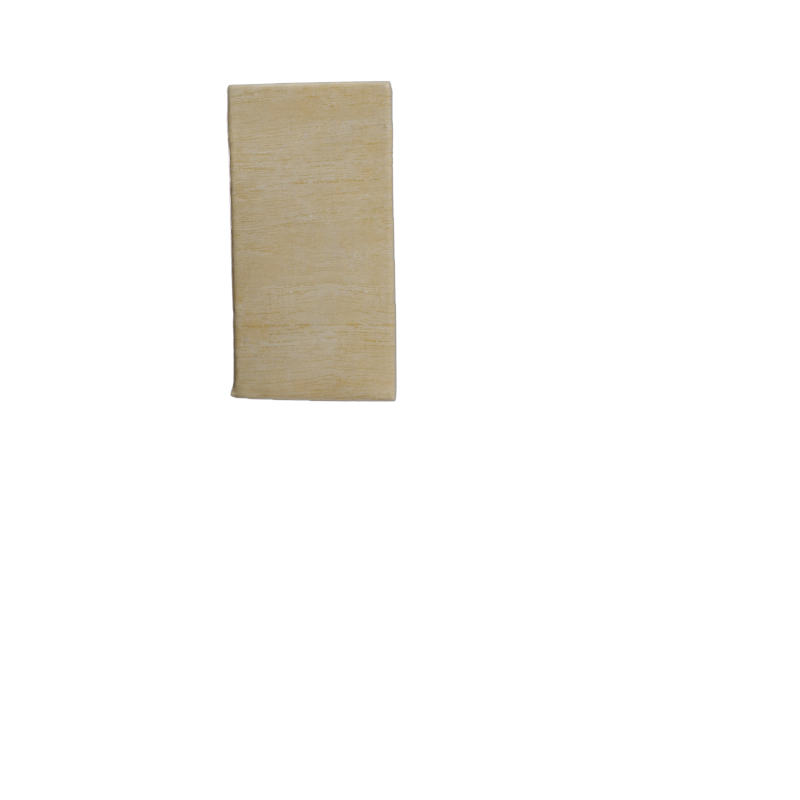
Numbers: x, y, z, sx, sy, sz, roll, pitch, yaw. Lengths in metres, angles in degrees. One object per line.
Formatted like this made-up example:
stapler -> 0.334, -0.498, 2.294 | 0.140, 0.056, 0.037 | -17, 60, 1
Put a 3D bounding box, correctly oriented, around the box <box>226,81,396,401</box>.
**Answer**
box -> -0.049, -0.089, 0.626 | 0.094, 0.176, 0.048 | 0, 0, 3
